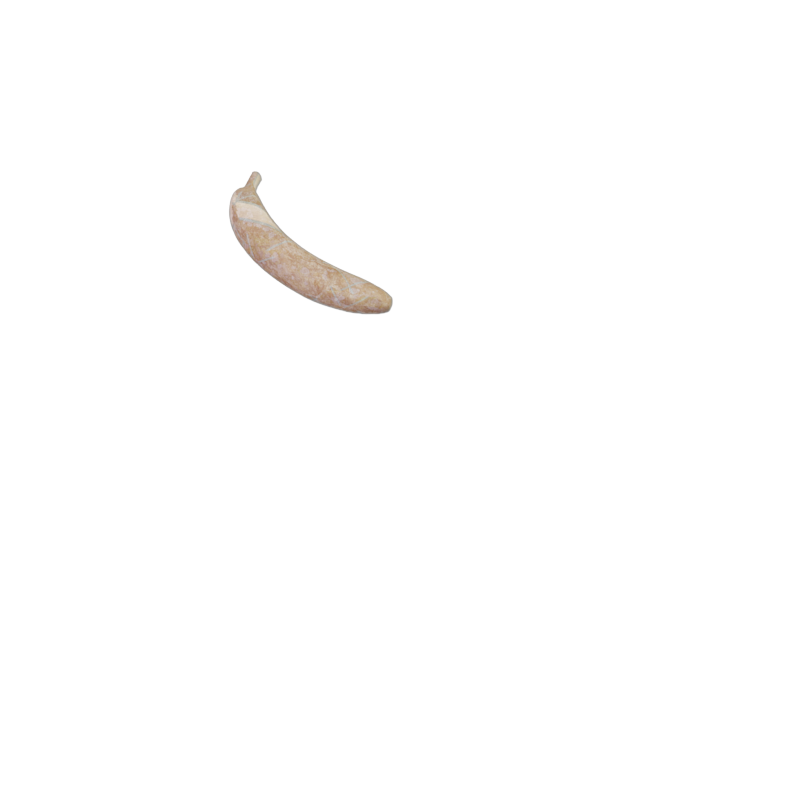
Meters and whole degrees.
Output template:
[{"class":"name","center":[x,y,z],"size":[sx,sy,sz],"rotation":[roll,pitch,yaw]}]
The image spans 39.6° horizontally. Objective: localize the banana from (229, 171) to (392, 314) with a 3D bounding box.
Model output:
[{"class":"banana","center":[-0.094,-0.134,0.994],"size":[0.070,0.209,0.034],"rotation":[-36,-25,-20]}]
